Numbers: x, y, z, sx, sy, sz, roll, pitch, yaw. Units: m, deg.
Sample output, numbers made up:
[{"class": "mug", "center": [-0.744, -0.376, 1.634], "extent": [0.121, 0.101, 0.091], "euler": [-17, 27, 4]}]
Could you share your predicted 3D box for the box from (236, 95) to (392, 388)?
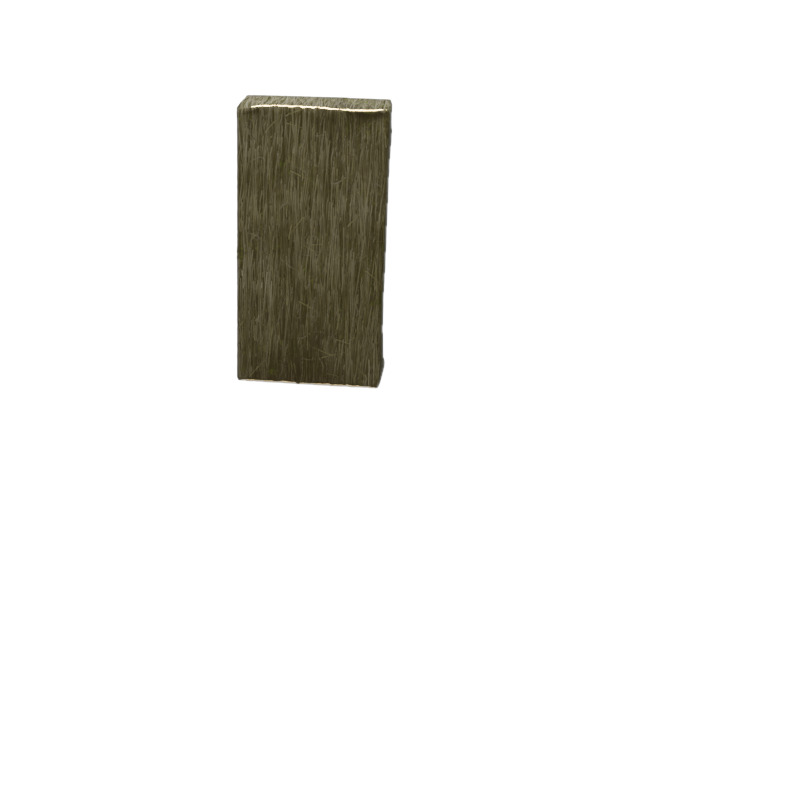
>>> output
[{"class": "box", "center": [-0.054, -0.098, 0.687], "extent": [0.094, 0.169, 0.050], "euler": [3, 19, 4]}]
